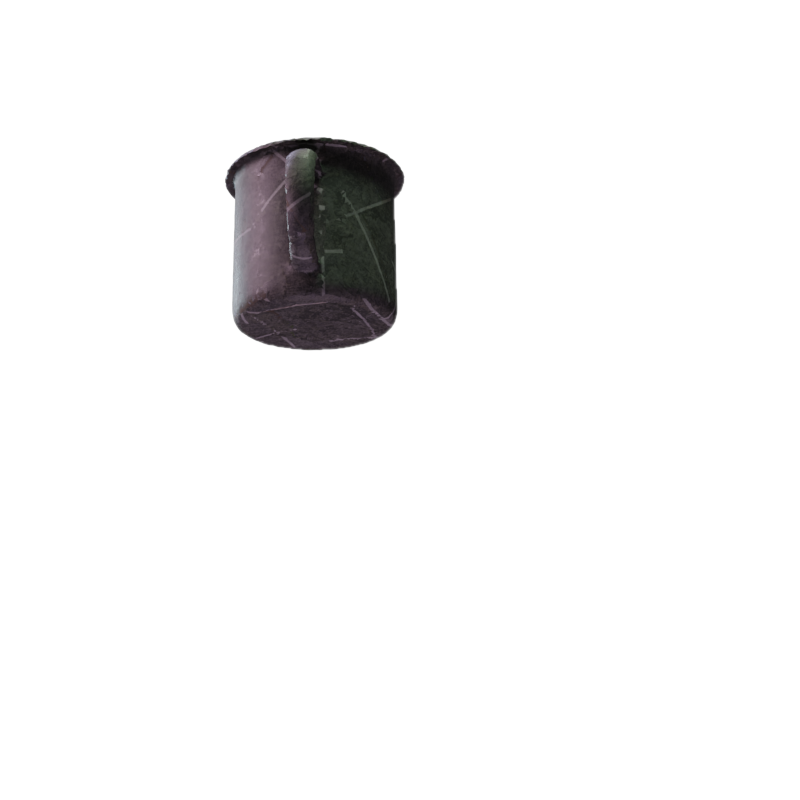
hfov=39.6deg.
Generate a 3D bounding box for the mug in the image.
[{"bbox_3d":[-0.043,-0.078,0.550,0.093,0.086,0.111,-1,-20,0],"label":"mug"}]
